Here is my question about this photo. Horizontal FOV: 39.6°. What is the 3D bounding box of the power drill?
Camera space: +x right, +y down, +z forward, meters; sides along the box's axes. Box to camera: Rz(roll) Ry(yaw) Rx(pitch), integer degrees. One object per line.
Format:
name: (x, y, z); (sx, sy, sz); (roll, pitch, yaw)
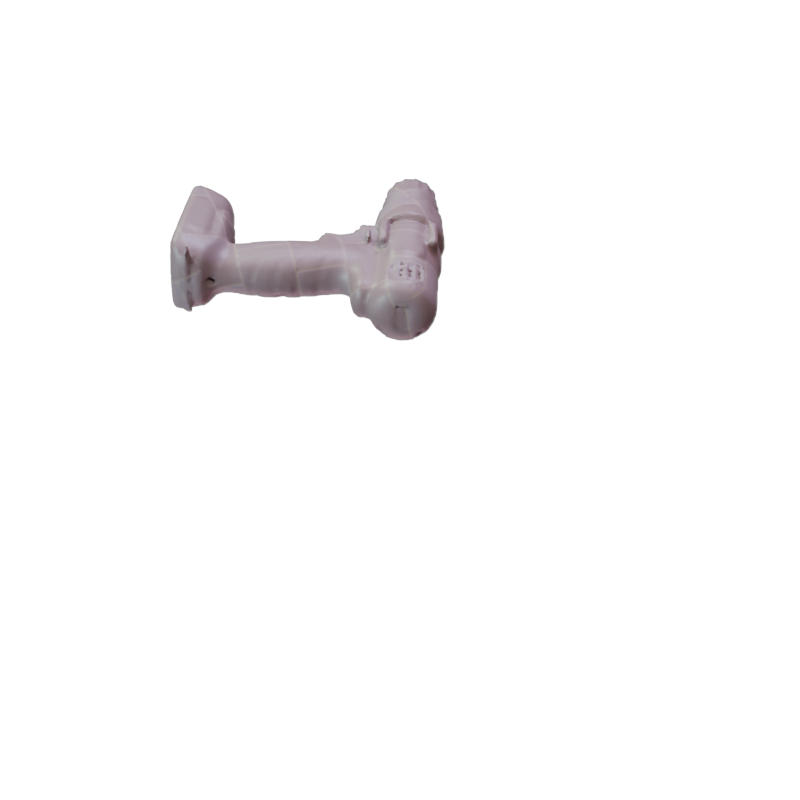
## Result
power drill: (-0.062, -0.114, 0.795); (0.189, 0.054, 0.195); (2, 33, 3)
